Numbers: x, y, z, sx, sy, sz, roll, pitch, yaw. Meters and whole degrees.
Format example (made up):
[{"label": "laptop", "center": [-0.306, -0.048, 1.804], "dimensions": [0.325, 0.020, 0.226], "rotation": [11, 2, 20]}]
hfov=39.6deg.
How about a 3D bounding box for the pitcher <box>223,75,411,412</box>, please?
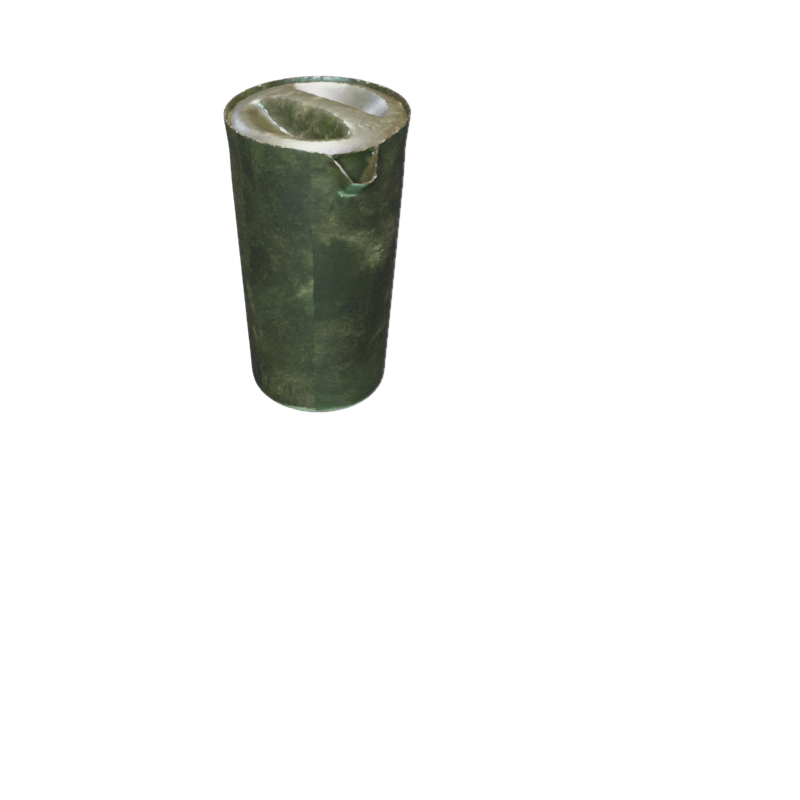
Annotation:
[{"label": "pitcher", "center": [-0.067, -0.122, 0.851], "dimensions": [0.149, 0.228, 0.154], "rotation": [13, 35, 15]}]
